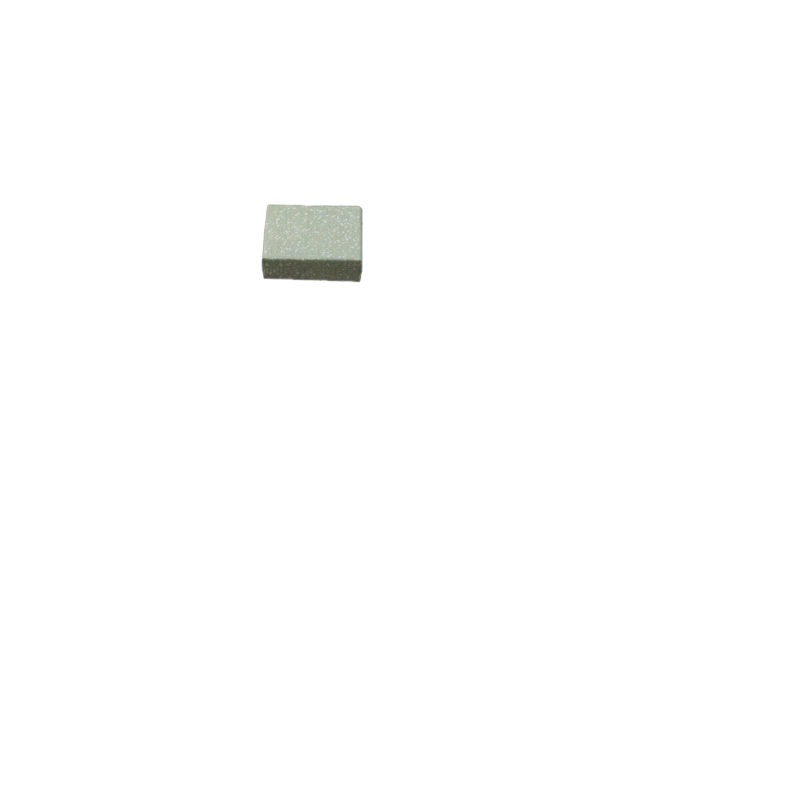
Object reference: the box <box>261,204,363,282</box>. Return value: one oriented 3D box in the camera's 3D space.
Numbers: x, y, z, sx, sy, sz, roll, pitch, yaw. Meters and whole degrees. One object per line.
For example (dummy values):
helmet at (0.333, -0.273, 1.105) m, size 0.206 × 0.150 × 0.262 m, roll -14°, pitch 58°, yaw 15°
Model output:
box at (-0.078, -0.142, 0.997) m, size 0.089 × 0.078 × 0.028 m, roll 1°, pitch -43°, yaw 0°
